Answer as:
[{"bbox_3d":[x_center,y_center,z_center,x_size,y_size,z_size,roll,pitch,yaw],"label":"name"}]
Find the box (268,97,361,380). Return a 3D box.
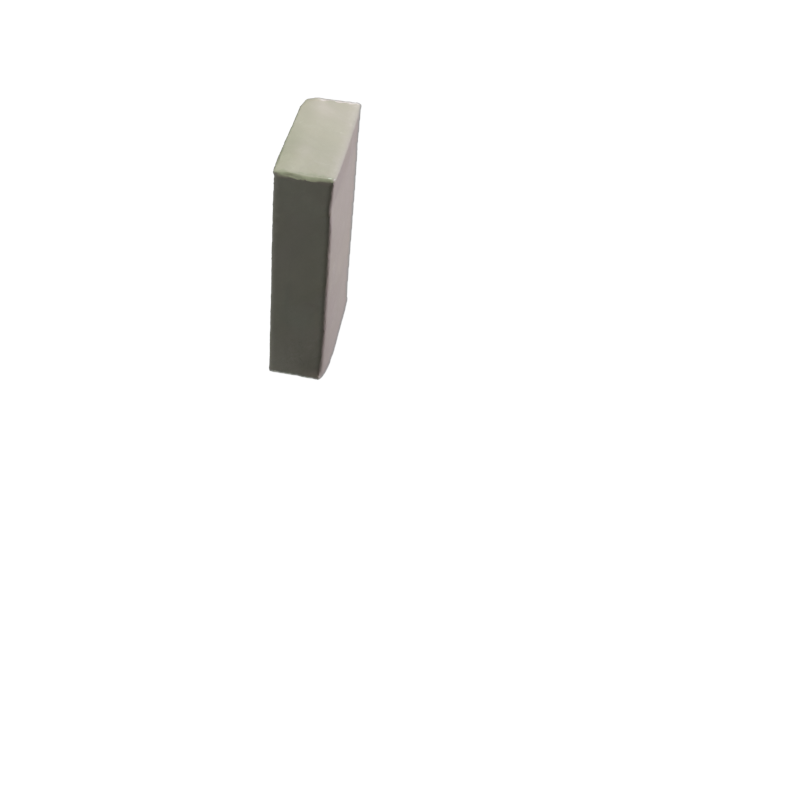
[{"bbox_3d":[-0.059,-0.108,0.755,0.049,0.164,0.099,8,42,5],"label":"box"}]
